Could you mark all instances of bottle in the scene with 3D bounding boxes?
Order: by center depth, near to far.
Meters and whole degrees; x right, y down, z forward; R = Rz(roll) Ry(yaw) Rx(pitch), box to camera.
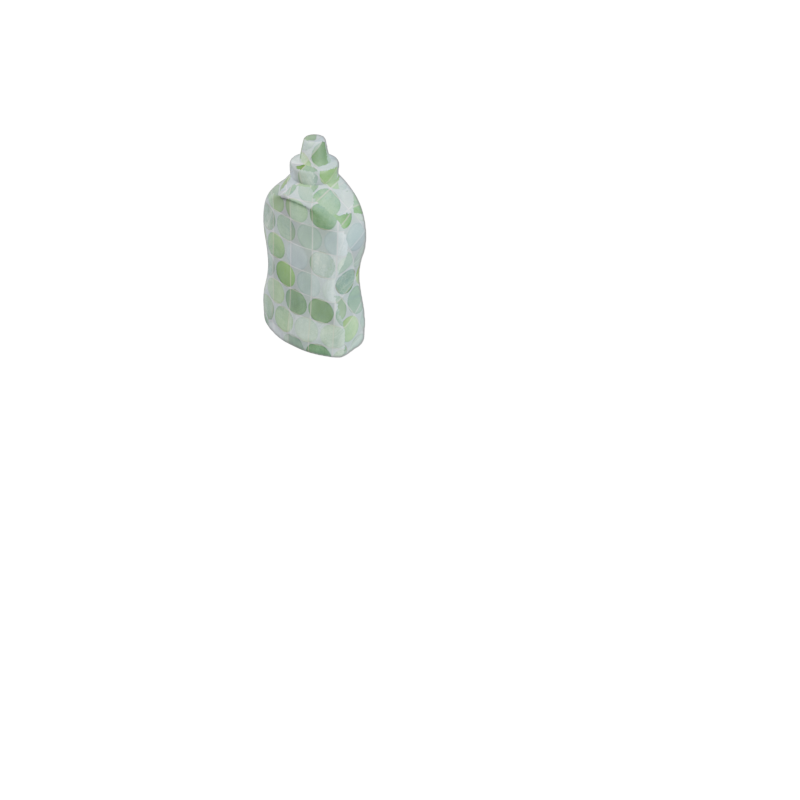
[{"bbox_3d":[-0.074,-0.135,0.947,0.102,0.180,0.058,26,38,33],"label":"bottle"}]
